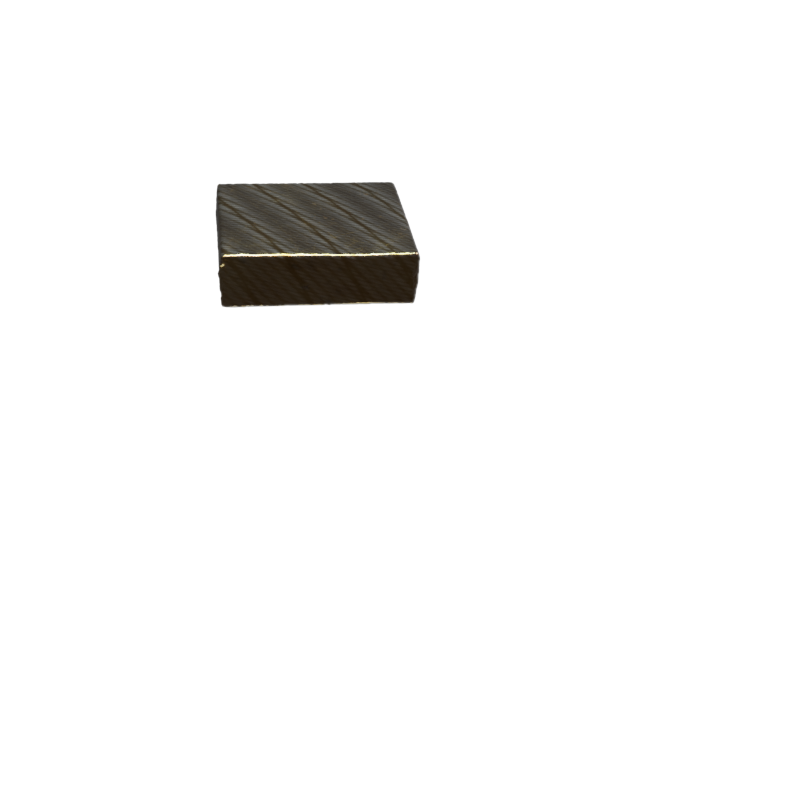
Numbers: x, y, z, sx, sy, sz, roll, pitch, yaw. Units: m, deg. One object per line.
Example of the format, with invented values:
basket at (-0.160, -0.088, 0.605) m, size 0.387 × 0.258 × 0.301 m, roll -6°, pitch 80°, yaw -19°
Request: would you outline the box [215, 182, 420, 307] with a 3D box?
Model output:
box at (-0.051, -0.093, 0.651) m, size 0.113 × 0.036 × 0.096 m, roll -4°, pitch 34°, yaw -6°
